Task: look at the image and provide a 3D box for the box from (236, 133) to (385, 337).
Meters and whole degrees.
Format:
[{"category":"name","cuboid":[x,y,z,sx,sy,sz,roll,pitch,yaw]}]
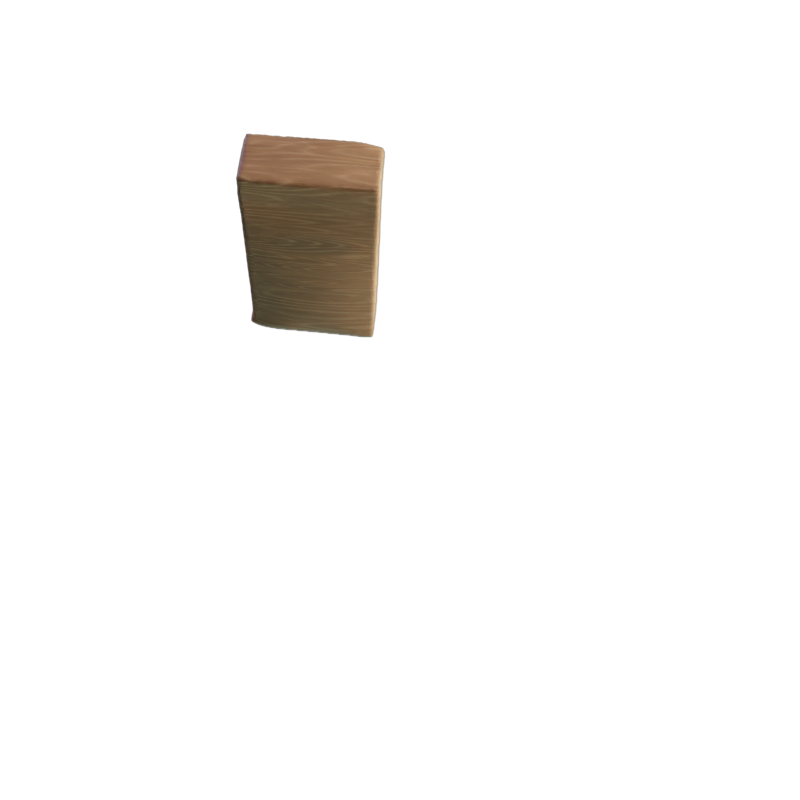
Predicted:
[{"category":"box","cuboid":[-0.060,-0.110,0.766,0.094,0.051,0.165,7,-33,1]}]
